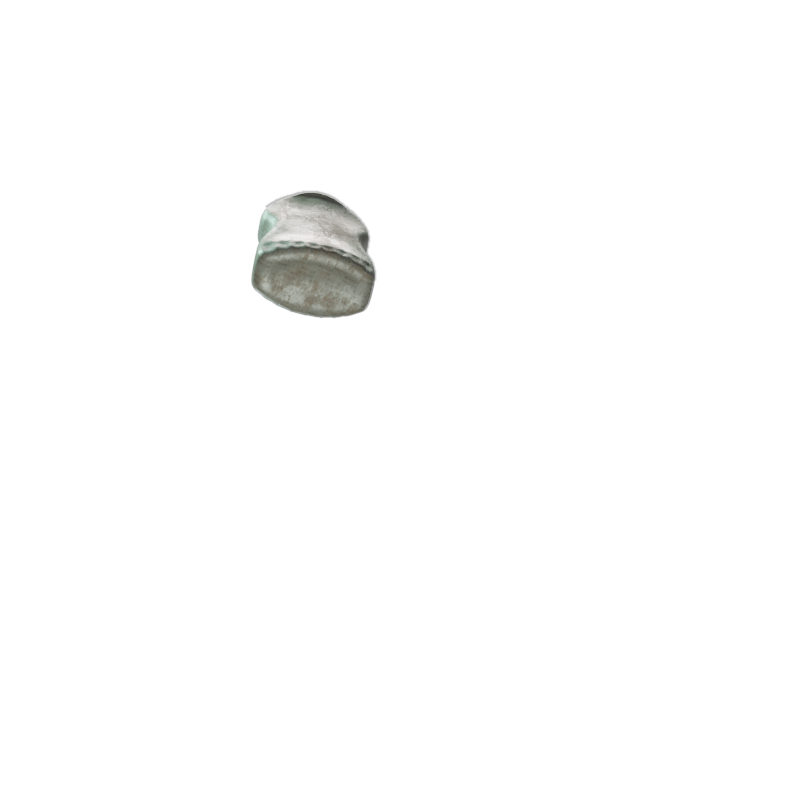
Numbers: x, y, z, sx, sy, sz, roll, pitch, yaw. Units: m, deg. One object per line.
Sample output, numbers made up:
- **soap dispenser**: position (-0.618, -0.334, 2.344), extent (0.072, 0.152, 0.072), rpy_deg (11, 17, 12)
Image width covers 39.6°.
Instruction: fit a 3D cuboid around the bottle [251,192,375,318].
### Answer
- **bottle**: position (-0.074, -0.135, 0.946), extent (0.095, 0.056, 0.202), rpy_deg (8, 26, -8)
